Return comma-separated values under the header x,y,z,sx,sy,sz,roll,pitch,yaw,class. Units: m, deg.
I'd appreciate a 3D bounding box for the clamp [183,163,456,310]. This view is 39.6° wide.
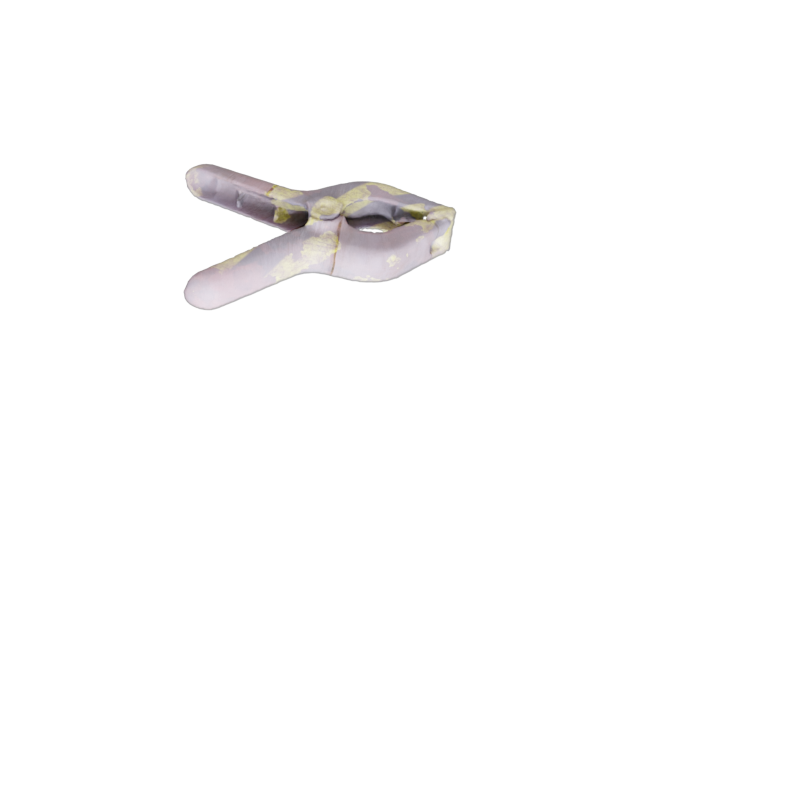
x,y,z,sx,sy,sz,roll,pitch,yaw,class
-0.052,-0.095,0.668,0.172,0.128,0.036,3,-40,2,clamp
